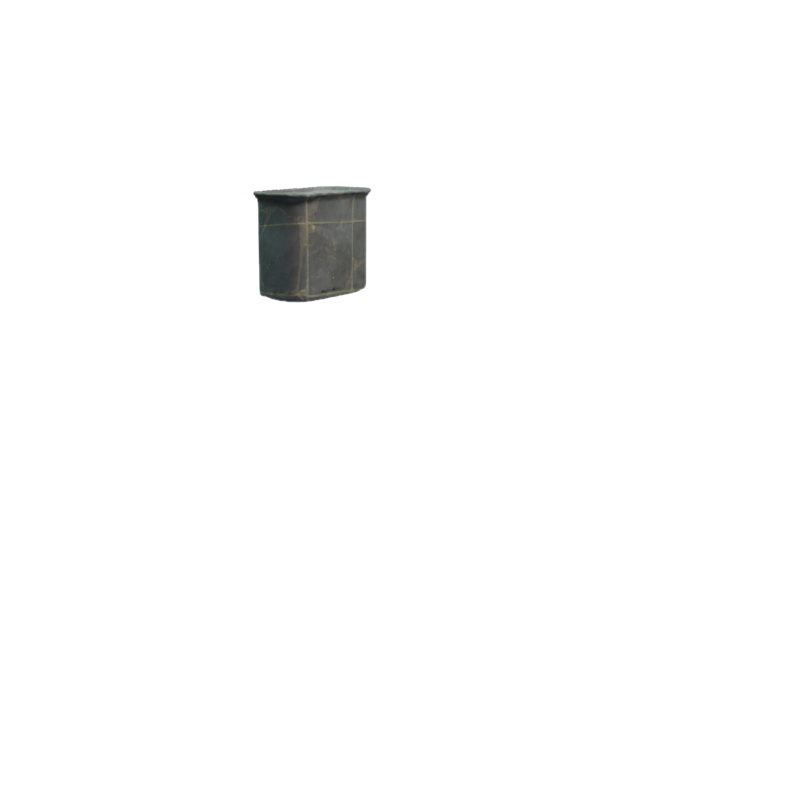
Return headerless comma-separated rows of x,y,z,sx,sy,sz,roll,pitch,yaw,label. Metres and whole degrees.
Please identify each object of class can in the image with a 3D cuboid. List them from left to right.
-0.069,-0.126,0.883,0.060,0.082,0.099,6,12,35,can
